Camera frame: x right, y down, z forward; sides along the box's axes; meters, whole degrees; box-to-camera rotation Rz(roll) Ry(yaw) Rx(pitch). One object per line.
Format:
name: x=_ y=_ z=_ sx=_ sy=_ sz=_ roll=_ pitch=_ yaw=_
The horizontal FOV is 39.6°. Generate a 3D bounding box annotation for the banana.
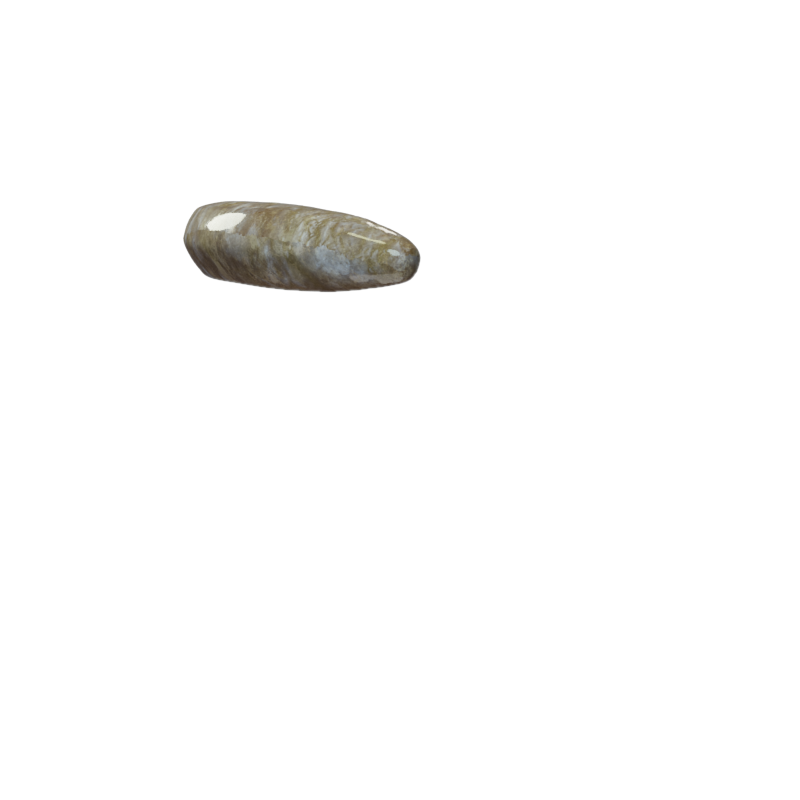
banana: x=-0.058 y=-0.071 z=0.497 sx=0.068 sy=0.036 sz=0.205 roll=-3 pitch=10 yaw=-20
